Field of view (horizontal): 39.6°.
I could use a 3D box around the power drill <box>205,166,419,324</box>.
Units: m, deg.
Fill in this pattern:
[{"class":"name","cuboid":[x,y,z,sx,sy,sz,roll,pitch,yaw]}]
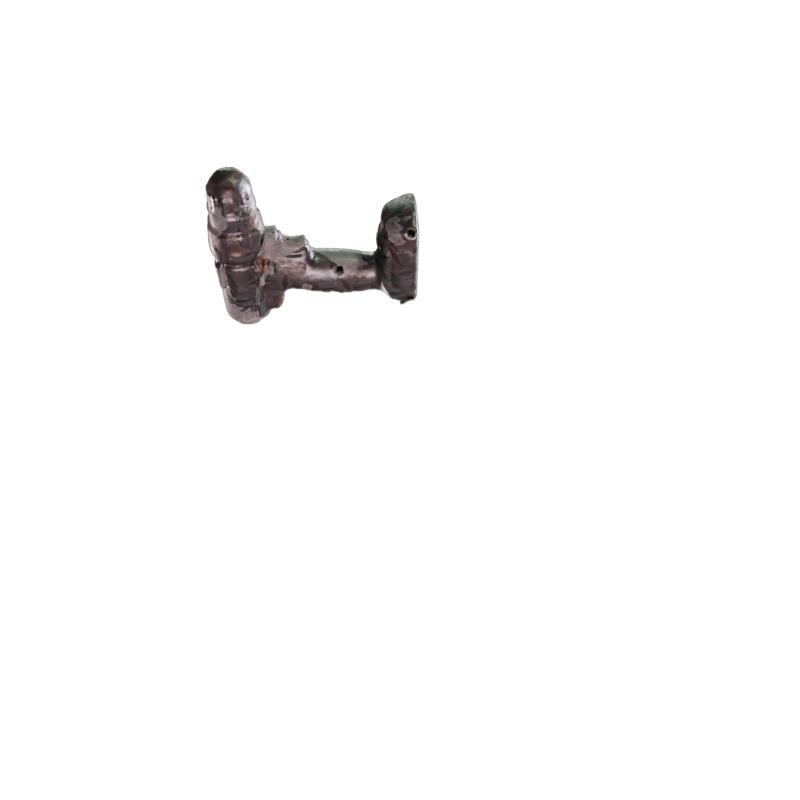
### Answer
[{"class":"power drill","cuboid":[-0.078,-0.142,0.998,0.188,0.061,0.171,-1,-37,2]}]
